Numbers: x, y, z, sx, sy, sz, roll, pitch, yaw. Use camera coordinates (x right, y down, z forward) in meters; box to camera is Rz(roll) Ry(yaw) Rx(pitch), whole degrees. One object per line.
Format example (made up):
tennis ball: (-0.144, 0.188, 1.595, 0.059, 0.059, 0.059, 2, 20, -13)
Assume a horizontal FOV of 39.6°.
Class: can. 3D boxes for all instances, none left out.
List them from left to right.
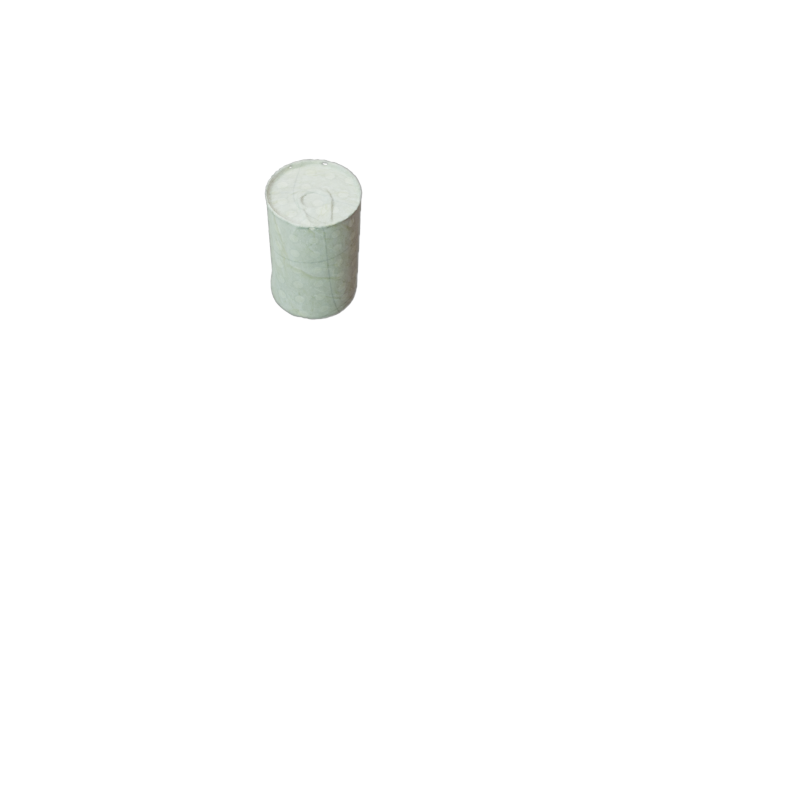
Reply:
can: (-0.063, -0.115, 0.808, 0.068, 0.074, 0.095, 0, -40, -3)
